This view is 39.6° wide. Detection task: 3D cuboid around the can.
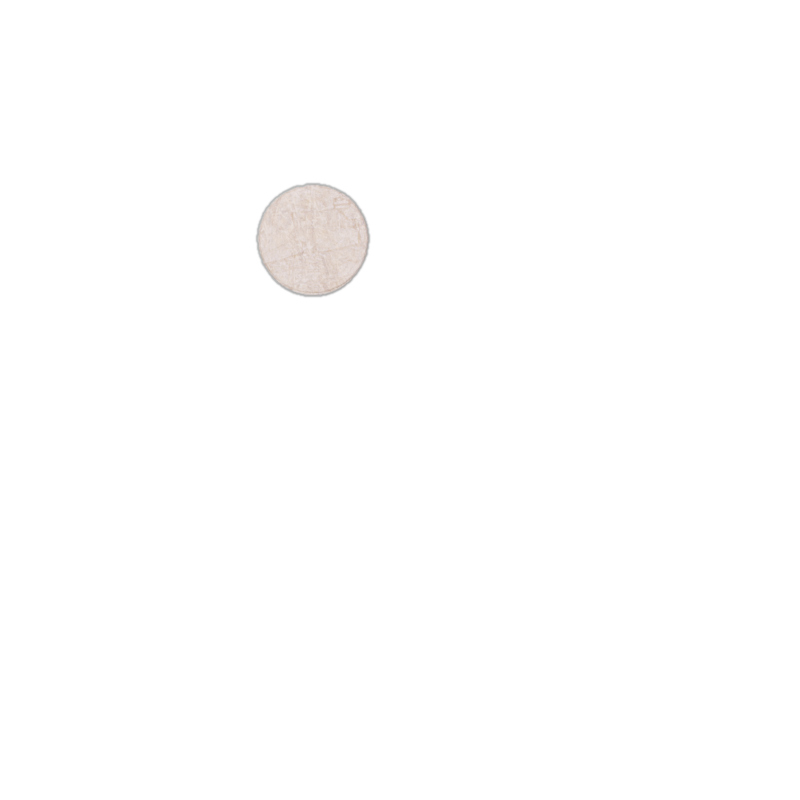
[{"bbox_3d":[-0.068,-0.124,0.868,0.086,0.087,0.033,0,-6,-1],"label":"can"}]
